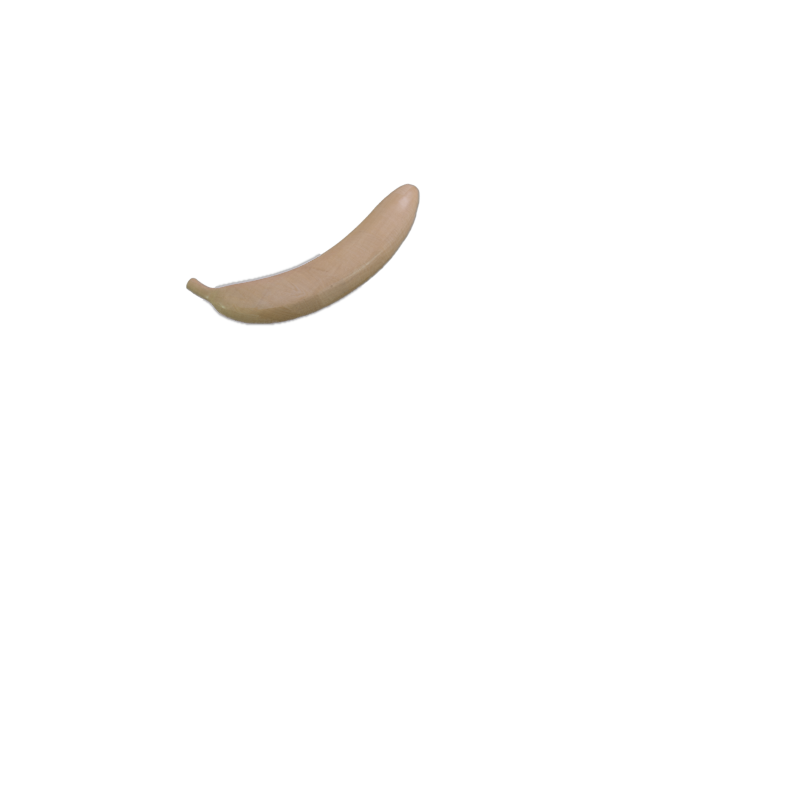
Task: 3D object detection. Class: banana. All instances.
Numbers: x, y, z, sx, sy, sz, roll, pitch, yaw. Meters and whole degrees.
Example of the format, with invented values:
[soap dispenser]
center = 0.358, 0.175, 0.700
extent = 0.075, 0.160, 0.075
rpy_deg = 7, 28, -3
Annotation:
[banana]
center = -0.062, -0.104, 0.848
extent = 0.197, 0.073, 0.035
rpy_deg = -24, -19, -10
